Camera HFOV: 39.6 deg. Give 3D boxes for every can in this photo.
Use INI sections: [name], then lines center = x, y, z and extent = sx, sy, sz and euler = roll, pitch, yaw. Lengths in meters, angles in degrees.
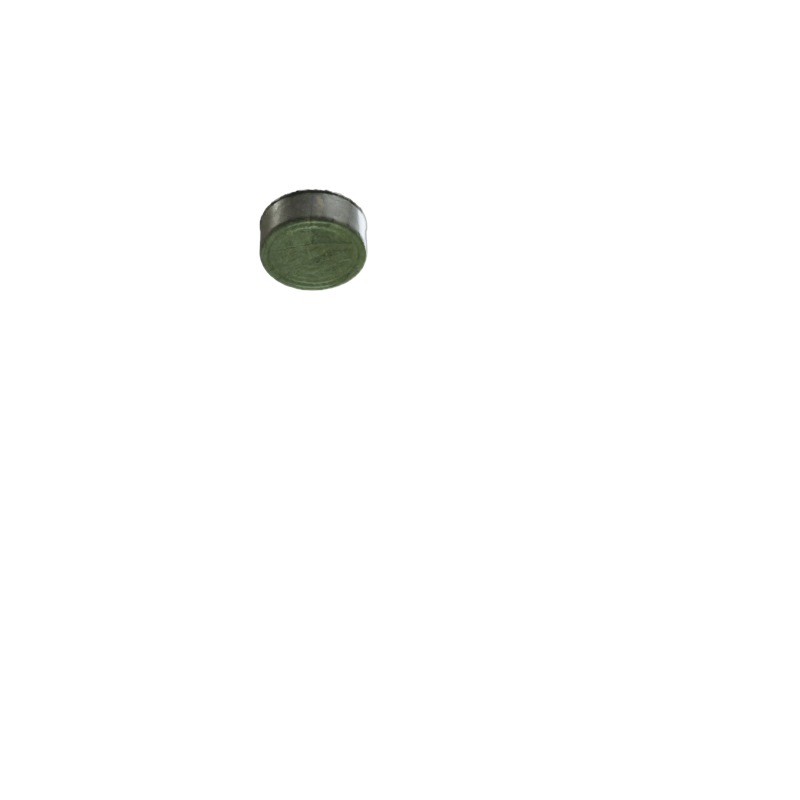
[can]
center = -0.068, -0.124, 0.871
extent = 0.086, 0.036, 0.080
euler = 1, -37, -2
